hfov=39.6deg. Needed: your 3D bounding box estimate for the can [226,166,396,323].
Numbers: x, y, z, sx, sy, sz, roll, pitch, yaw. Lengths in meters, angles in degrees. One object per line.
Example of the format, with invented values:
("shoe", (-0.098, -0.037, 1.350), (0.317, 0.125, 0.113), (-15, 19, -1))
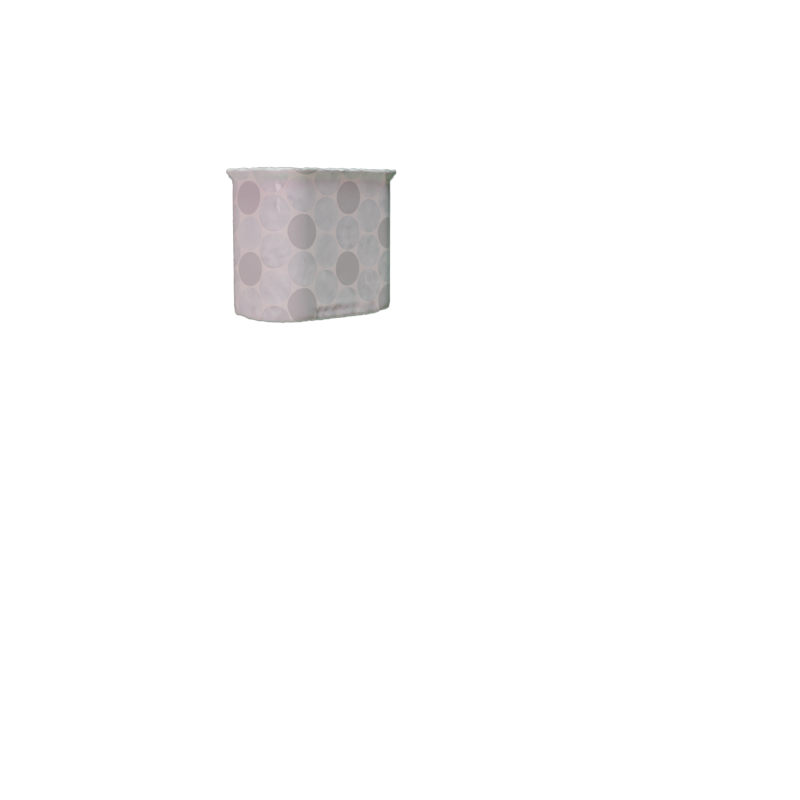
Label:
("can", (-0.050, -0.091, 0.635), (0.060, 0.083, 0.099), (5, 8, 43))
